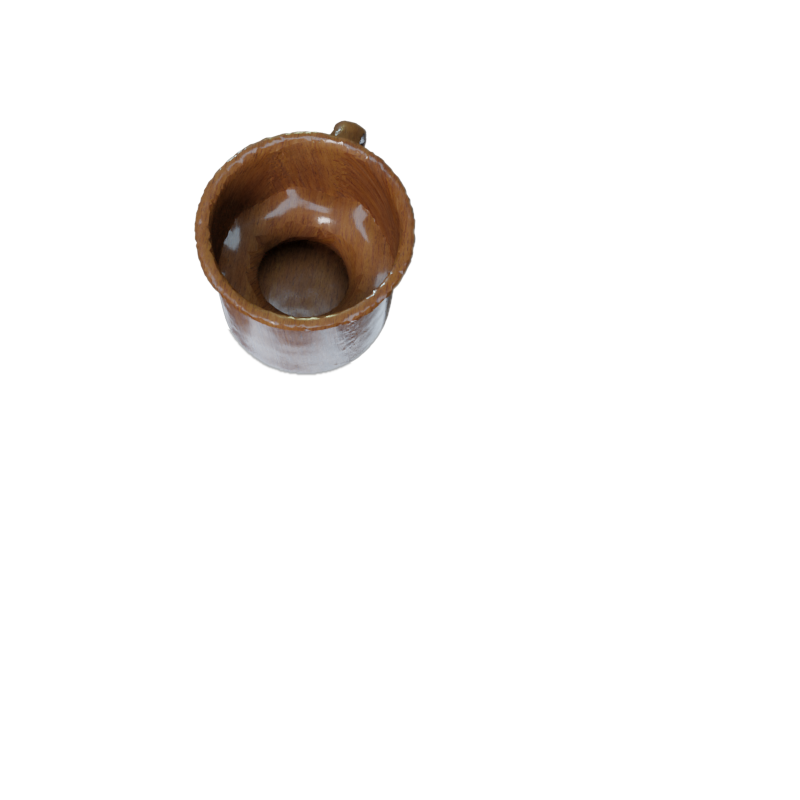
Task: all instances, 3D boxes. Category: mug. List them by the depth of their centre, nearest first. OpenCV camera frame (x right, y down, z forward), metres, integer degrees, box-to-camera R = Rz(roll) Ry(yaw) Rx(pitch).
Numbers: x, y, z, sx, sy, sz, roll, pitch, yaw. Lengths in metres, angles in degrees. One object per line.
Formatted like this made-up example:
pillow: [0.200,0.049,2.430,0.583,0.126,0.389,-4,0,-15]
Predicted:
mug: [-0.040,-0.072,0.506,0.094,0.122,0.077,15,-22,4]
